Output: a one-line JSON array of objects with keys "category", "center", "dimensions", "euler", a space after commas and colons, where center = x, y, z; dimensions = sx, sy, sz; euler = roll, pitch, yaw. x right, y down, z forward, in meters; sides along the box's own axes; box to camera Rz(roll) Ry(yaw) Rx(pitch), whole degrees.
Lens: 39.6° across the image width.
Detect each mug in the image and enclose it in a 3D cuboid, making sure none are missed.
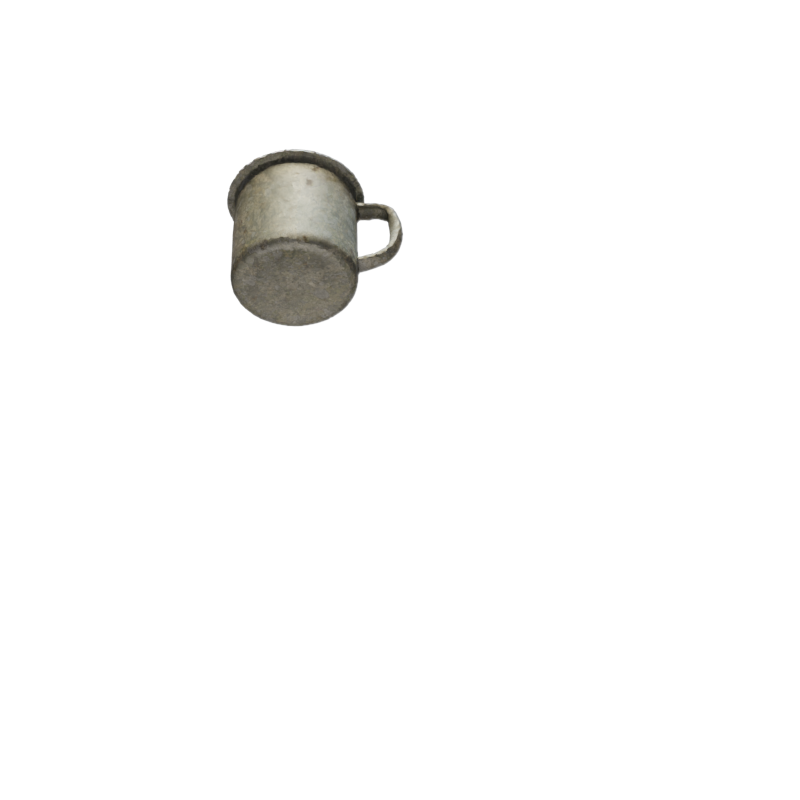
[{"category": "mug", "center": [-0.057, -0.104, 0.725], "dimensions": [0.117, 0.087, 0.086], "euler": [-2, -42, 1]}]
